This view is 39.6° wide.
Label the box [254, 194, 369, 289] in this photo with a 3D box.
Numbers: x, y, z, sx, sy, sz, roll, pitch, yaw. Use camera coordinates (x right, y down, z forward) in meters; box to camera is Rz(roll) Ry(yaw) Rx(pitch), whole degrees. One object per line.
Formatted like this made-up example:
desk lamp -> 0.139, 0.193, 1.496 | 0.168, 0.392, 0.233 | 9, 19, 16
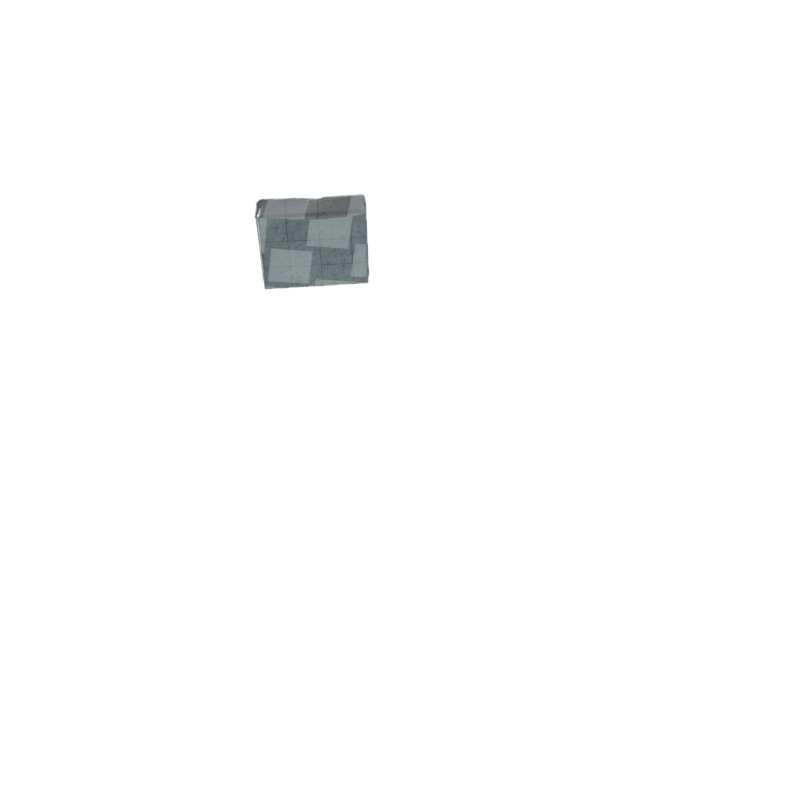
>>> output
box -> -0.071, -0.129, 0.906 | 0.089, 0.068, 0.032 | -2, 39, 1
